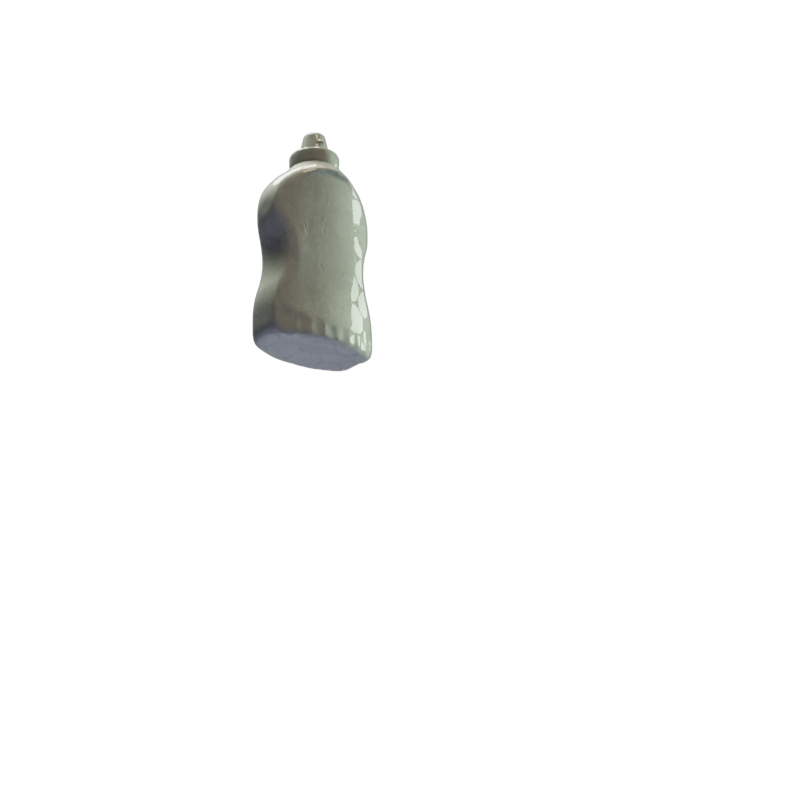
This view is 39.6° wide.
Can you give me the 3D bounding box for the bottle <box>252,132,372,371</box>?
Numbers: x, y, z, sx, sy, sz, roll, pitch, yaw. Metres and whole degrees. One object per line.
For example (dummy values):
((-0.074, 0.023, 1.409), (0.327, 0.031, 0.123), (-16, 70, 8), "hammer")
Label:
((-0.068, -0.125, 0.871), (0.091, 0.203, 0.058), (17, -31, -35), "bottle")
